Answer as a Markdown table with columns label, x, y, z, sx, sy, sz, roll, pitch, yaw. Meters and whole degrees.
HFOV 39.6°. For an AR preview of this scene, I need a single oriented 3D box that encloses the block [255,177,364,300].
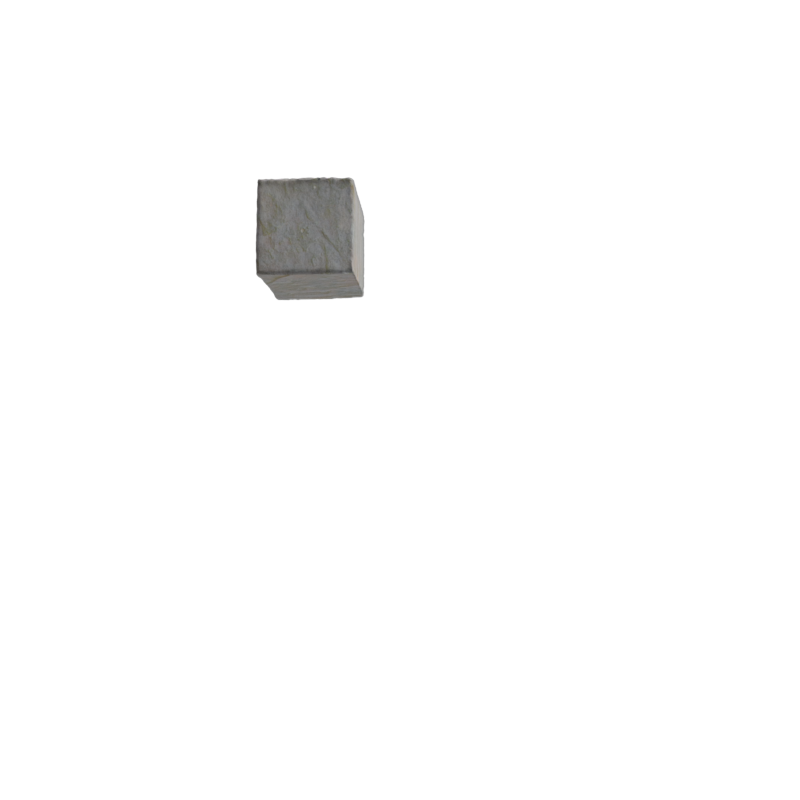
| label | x | y | z | sx | sy | sz | roll | pitch | yaw |
| --- | --- | --- | --- | --- | --- | --- | --- | --- | --- |
| block | -0.047 | -0.087 | 0.607 | 0.053 | 0.053 | 0.076 | -1 | -8 | 3 |
